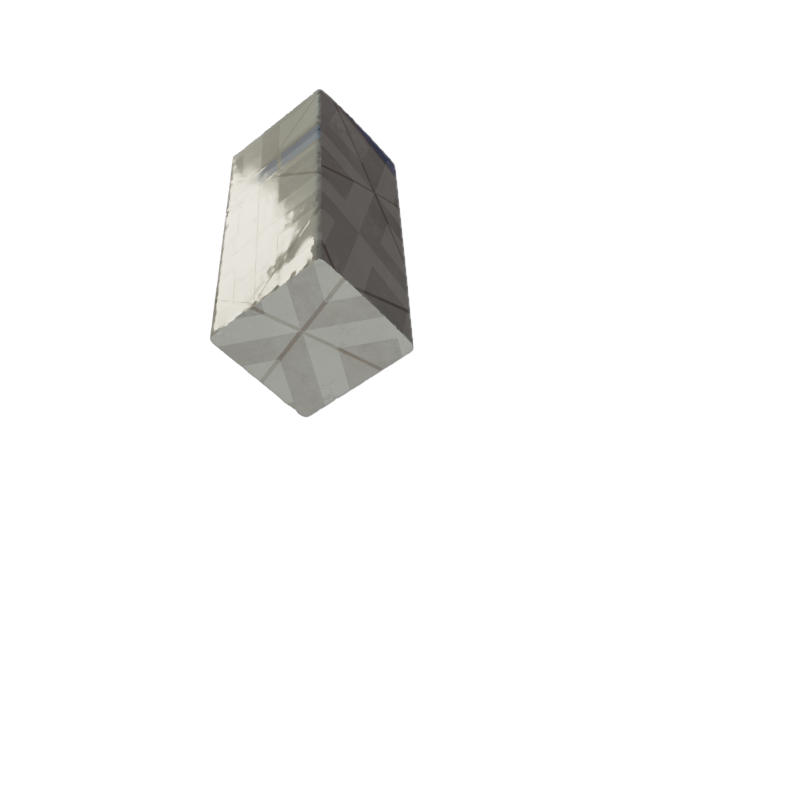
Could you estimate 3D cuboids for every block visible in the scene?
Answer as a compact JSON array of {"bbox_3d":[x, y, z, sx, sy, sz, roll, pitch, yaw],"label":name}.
[{"bbox_3d":[-0.057,-0.105,0.735,0.090,0.221,0.084,-34,-56,22],"label":"block"}]
